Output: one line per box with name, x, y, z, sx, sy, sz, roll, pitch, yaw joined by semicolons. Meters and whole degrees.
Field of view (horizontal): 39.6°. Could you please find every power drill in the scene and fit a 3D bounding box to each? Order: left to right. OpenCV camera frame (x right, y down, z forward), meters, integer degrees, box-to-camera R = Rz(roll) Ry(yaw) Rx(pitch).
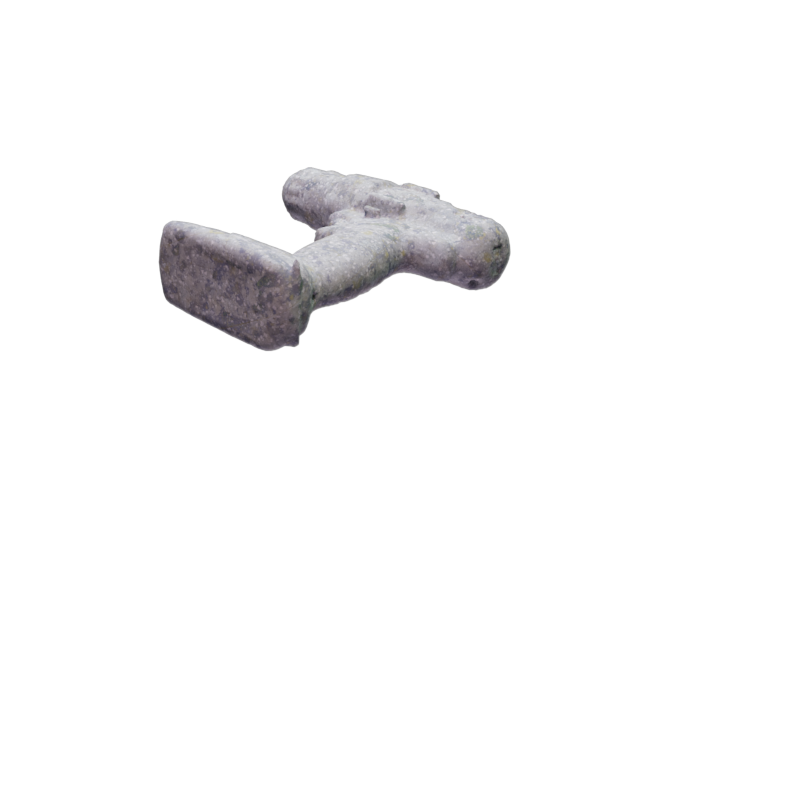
power drill;-0.054;-0.098;0.688;0.196;0.055;0.186;23;34;38
